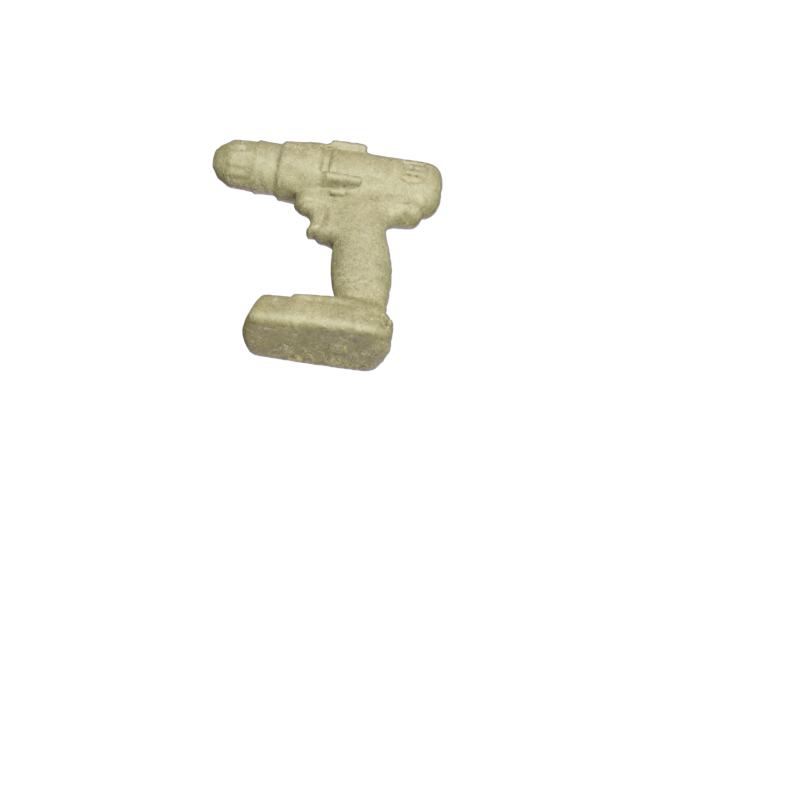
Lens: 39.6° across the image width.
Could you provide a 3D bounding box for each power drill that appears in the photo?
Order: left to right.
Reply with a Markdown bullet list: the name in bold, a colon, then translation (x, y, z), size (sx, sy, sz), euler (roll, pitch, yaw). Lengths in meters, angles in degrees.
- **power drill**: translation (-0.066, -0.120, 0.842), size (0.186, 0.199, 0.054), euler (6, -34, 4)
